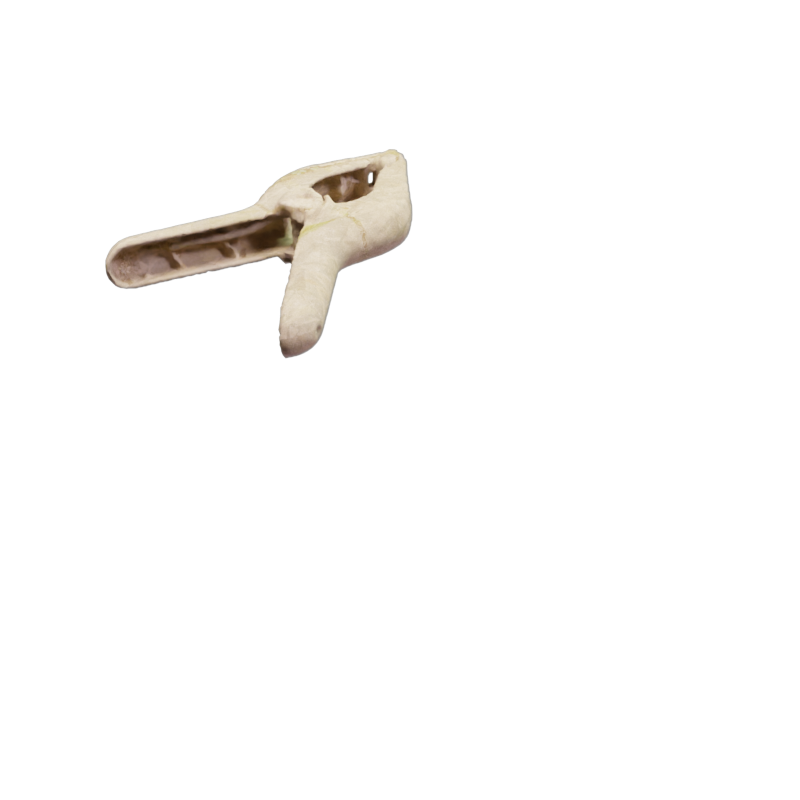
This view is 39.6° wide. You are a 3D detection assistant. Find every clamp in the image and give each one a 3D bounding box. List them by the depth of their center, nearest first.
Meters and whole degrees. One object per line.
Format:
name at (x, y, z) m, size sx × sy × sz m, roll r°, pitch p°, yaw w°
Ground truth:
clamp at (-0.042, -0.077, 0.537) m, size 0.128 × 0.037 × 0.172 m, roll 32°, pitch 49°, yaw 32°
